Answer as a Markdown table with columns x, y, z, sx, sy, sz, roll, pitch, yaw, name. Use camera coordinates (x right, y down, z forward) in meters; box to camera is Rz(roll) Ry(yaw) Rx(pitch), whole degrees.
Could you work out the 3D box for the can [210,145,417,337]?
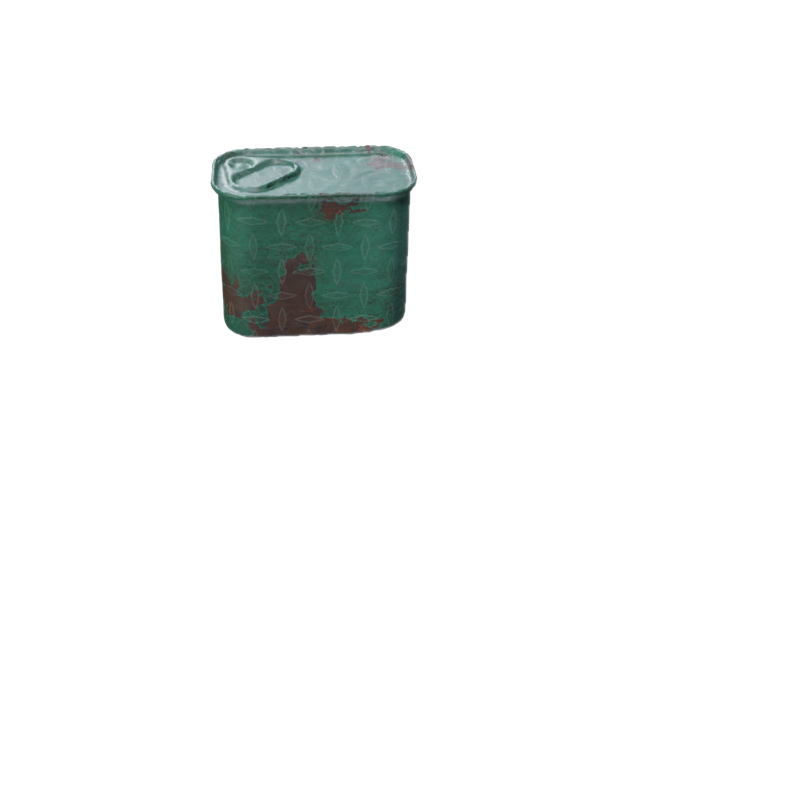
| x | y | z | sx | sy | sz | roll | pitch | yaw | name |
| --- | --- | --- | --- | --- | --- | --- | --- | --- | --- |
| -0.045 | -0.082 | 0.574 | 0.101 | 0.079 | 0.061 | -2 | 32 | -4 | can |
